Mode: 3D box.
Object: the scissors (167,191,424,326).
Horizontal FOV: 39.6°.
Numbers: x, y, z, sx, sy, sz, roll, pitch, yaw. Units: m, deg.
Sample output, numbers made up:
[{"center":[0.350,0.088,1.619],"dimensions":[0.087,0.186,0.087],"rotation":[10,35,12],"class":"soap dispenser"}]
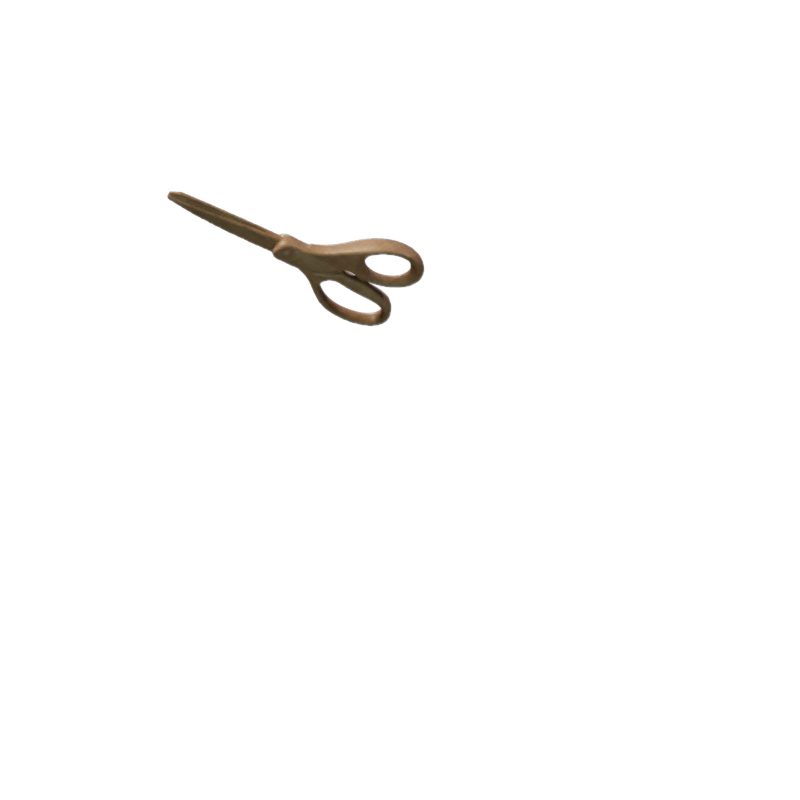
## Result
[{"center":[-0.062,-0.114,0.797],"dimensions":[0.096,0.017,0.188],"rotation":[-27,-46,30],"class":"scissors"}]
